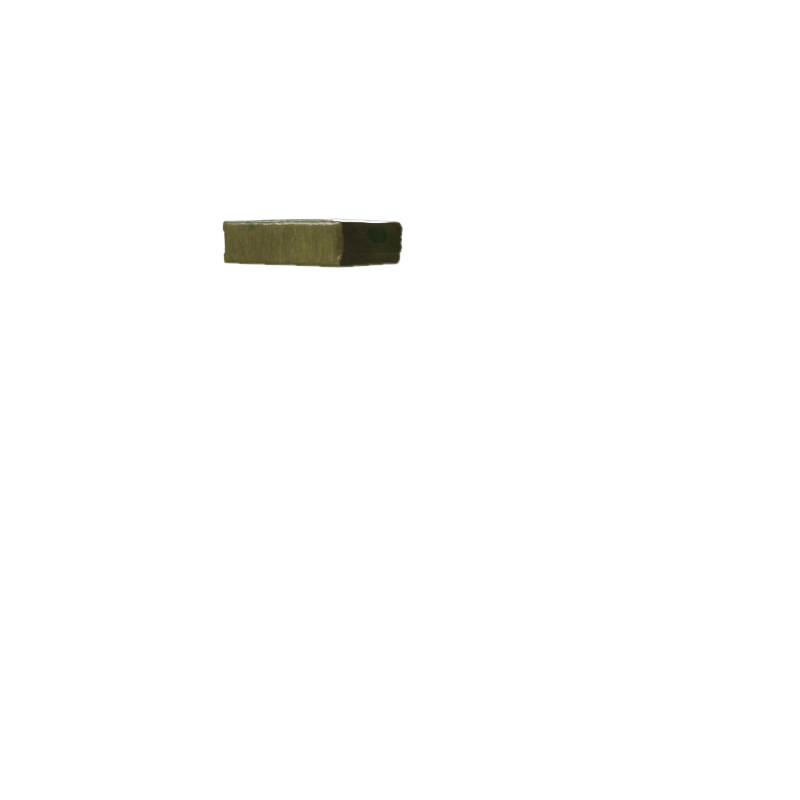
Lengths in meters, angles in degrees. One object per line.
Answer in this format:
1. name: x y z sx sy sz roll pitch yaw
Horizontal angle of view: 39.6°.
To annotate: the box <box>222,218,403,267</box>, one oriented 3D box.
1. box: -0.054 -0.099 0.694 0.093 0.030 0.071 5 8 32
